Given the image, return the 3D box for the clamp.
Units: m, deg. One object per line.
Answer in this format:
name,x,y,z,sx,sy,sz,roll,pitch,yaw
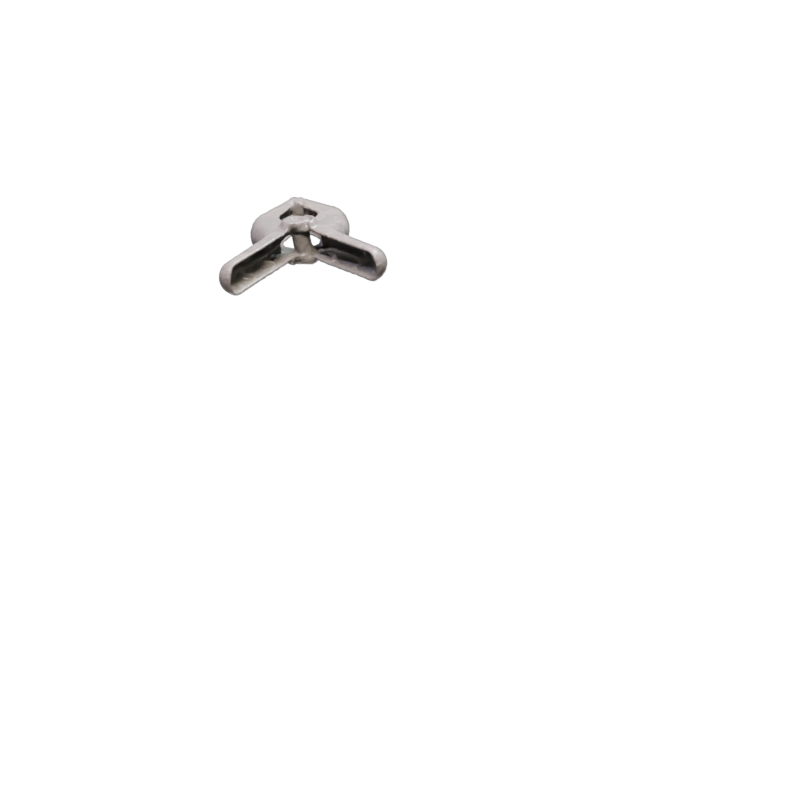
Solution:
clamp,-0.067,-0.123,0.859,0.121,0.037,0.180,2,28,3
